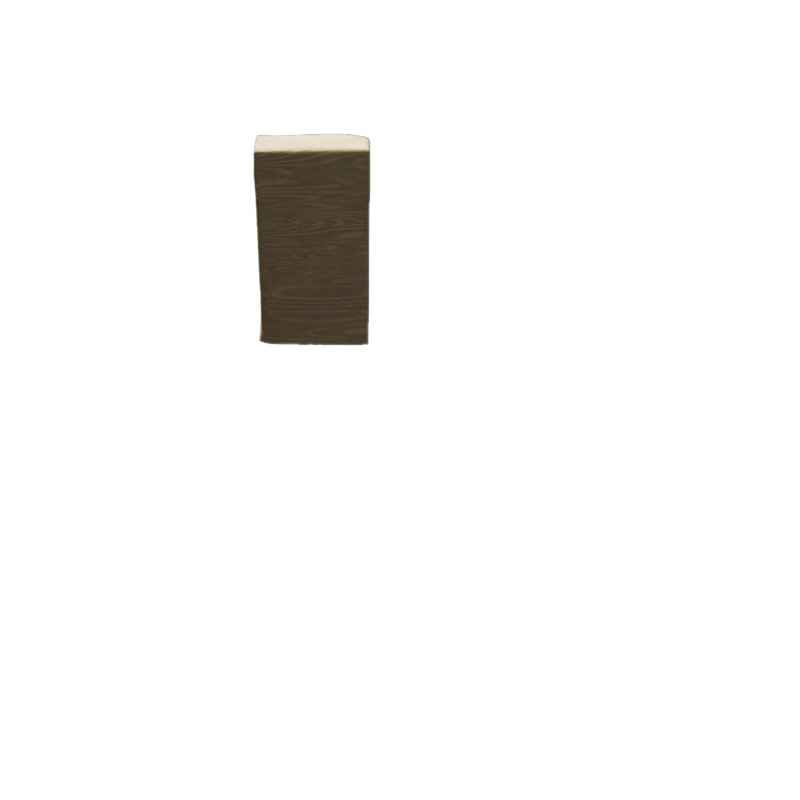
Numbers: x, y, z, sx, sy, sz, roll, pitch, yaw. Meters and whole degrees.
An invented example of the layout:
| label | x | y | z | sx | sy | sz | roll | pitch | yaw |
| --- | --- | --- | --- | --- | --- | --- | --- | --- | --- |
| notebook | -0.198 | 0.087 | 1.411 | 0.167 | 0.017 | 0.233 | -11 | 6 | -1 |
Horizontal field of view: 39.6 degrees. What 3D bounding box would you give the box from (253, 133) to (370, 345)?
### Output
| label | x | y | z | sx | sy | sz | roll | pitch | yaw |
| --- | --- | --- | --- | --- | --- | --- | --- | --- | --- |
| box | -0.071 | -0.130 | 0.908 | 0.093 | 0.167 | 0.051 | 1 | 26 | -1 |
